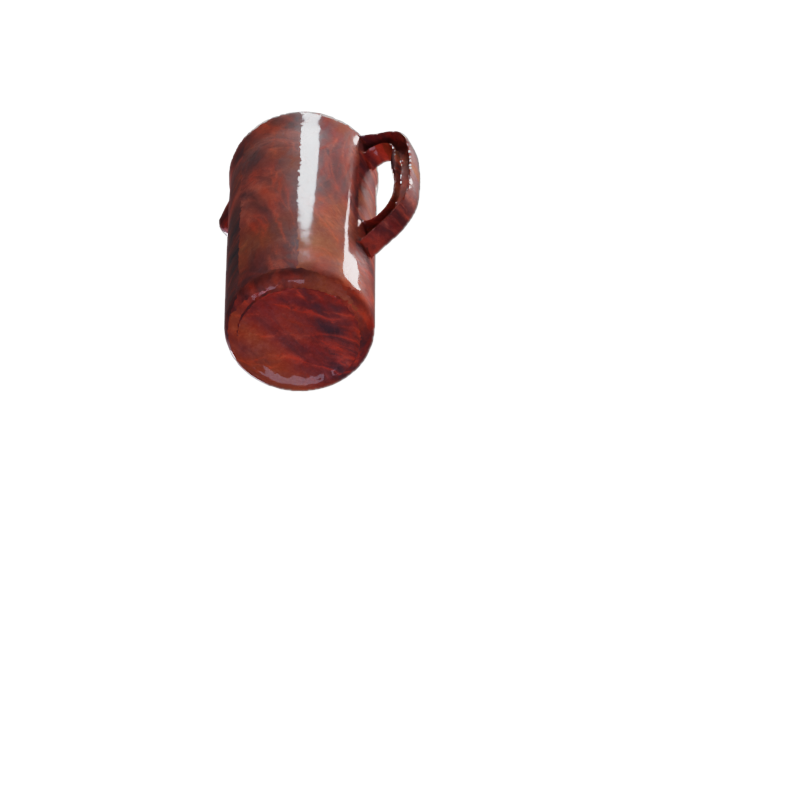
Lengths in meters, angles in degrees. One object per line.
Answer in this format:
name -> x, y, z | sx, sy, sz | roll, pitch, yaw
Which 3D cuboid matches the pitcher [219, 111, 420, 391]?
pitcher -> -0.069, -0.126, 0.880 | 0.142, 0.142, 0.260 | 13, 34, -13
